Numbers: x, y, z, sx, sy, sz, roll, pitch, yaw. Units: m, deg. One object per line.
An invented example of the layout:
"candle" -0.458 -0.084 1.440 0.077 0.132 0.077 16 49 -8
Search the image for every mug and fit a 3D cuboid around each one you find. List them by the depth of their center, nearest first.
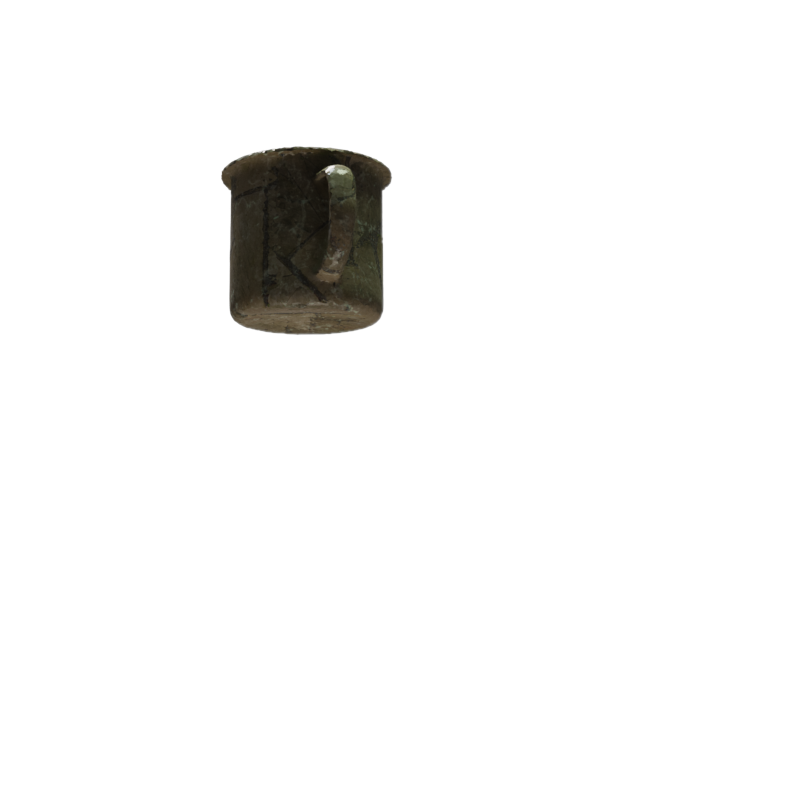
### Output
"mug" -0.046 -0.083 0.582 0.091 0.084 0.117 4 -12 -20
